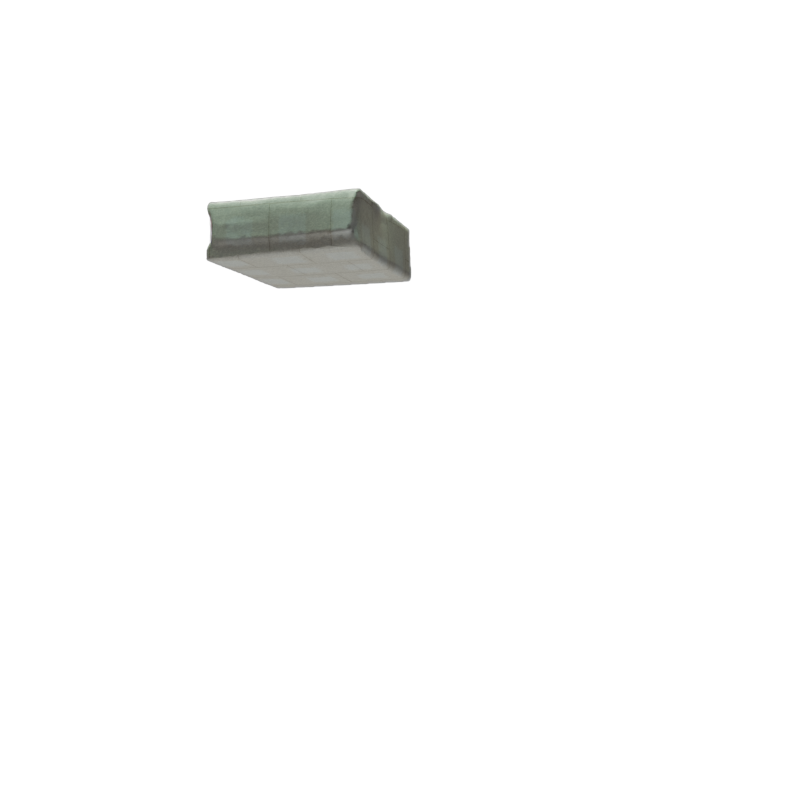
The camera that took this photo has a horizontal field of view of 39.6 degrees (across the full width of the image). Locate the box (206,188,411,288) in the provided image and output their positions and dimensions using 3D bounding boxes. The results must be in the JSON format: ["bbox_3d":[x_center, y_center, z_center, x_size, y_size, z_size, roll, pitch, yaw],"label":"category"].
[{"bbox_3d":[-0.041,-0.075,0.527,0.075,0.031,0.085,-2,-6,18],"label":"box"}]
